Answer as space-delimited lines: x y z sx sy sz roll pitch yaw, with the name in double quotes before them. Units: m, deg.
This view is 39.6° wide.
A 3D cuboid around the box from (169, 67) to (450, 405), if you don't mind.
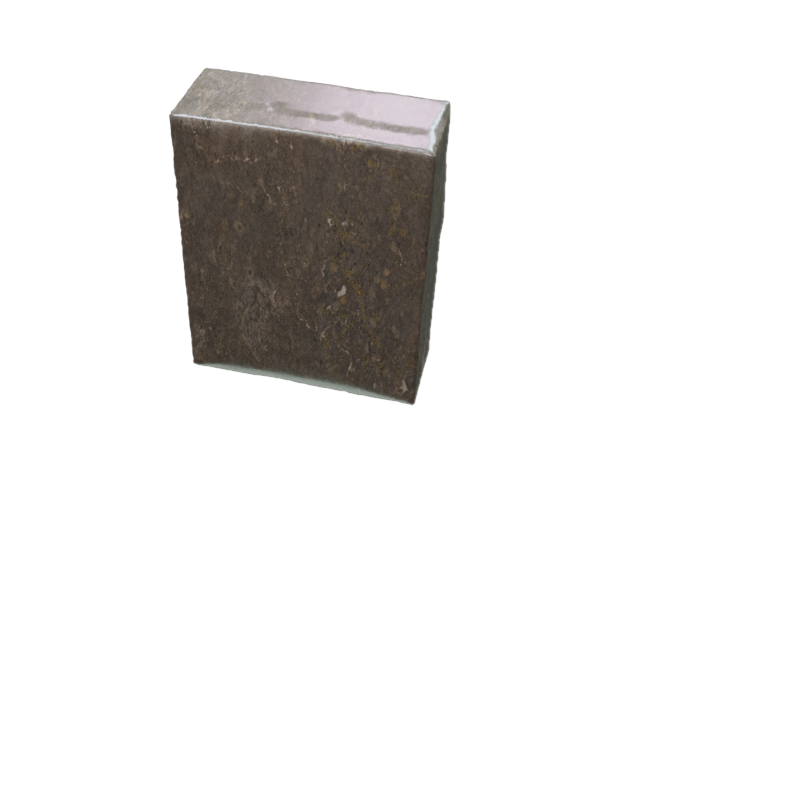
"box" -0.058 -0.105 0.735 0.167 0.199 0.076 11 43 10
